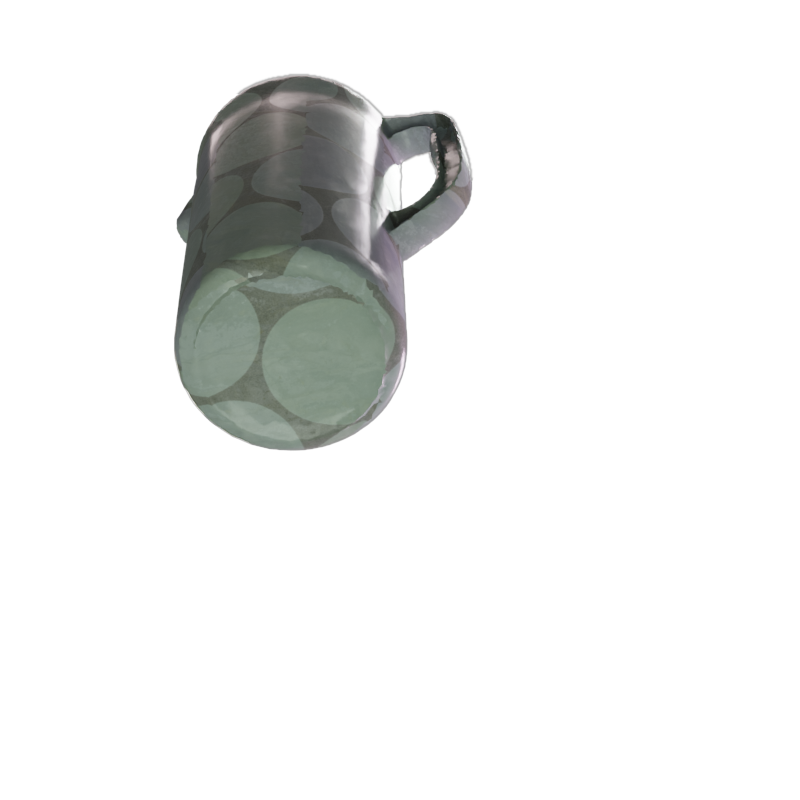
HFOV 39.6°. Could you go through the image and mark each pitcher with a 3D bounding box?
[{"bbox_3d":[-0.048,-0.087,0.608,0.141,0.144,0.258,20,27,-14],"label":"pitcher"}]
